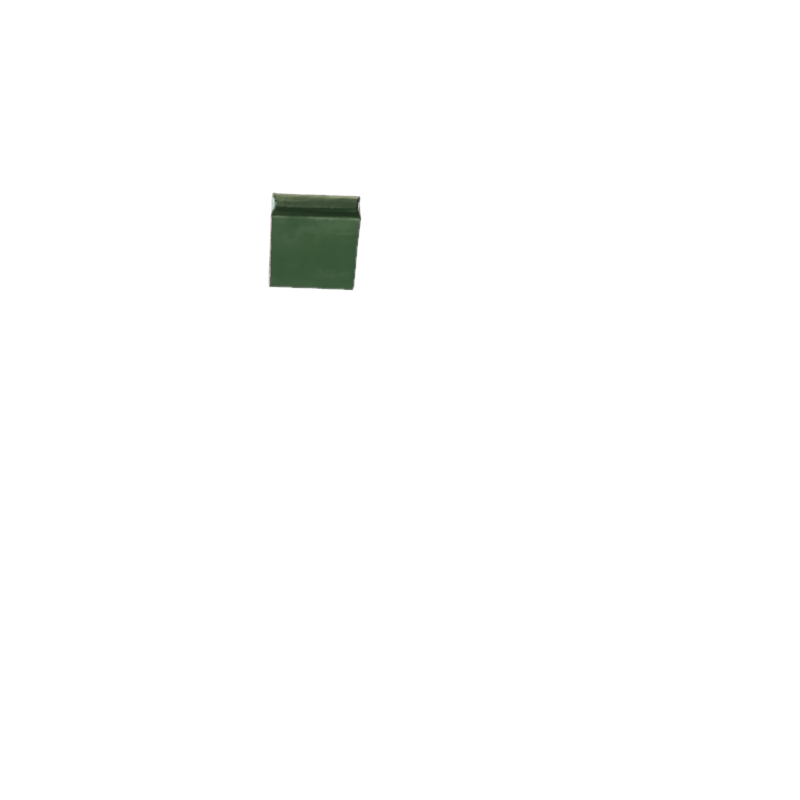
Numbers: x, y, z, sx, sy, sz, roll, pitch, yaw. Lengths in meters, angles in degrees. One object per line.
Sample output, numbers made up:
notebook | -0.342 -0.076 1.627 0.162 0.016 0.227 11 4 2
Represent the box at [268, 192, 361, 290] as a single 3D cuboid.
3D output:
box | -0.072 -0.131 0.920 0.073 0.032 0.083 3 -41 -4
